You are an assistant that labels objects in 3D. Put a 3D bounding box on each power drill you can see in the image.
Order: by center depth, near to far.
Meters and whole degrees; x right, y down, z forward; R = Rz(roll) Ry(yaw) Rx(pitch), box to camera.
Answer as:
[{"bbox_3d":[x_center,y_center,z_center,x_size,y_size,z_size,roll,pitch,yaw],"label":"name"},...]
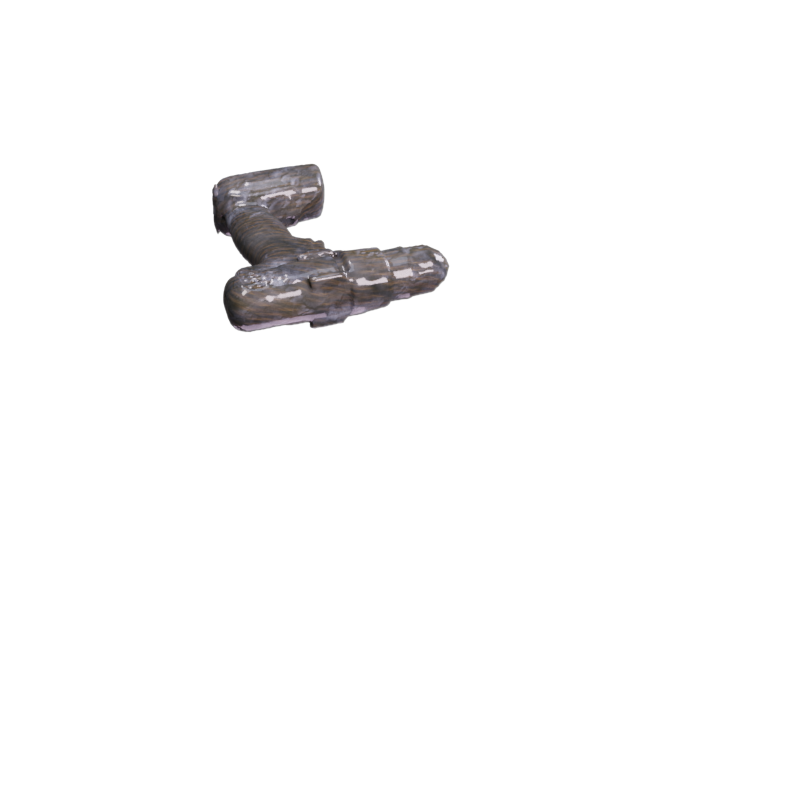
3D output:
[{"bbox_3d":[-0.073,-0.134,0.937,0.182,0.054,0.203,-11,37,-16],"label":"power drill"}]
